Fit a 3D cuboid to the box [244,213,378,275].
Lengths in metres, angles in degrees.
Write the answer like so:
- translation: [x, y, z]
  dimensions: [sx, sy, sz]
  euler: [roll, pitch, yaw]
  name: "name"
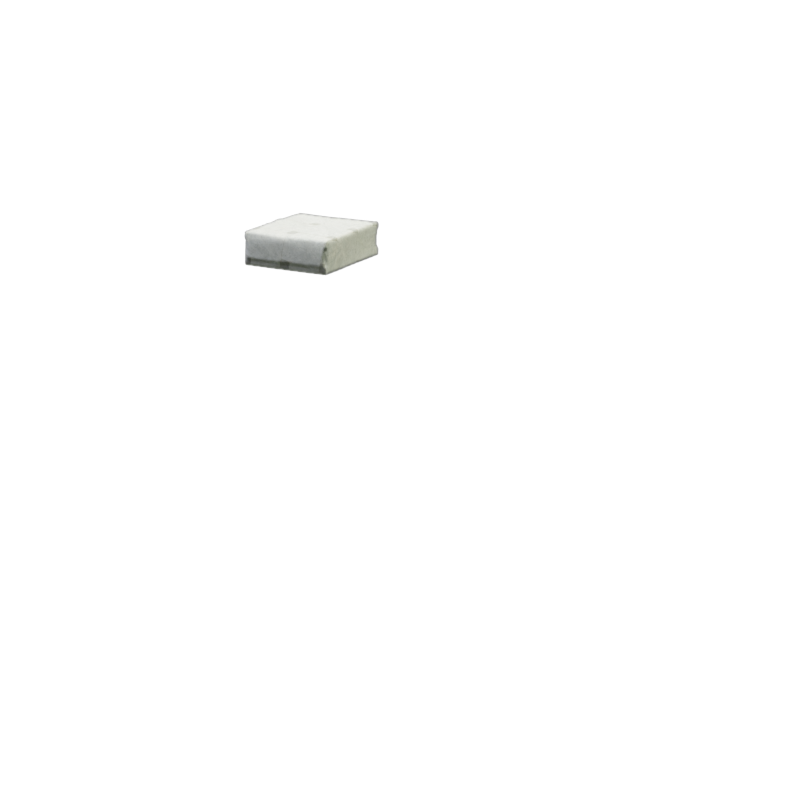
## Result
- translation: [-0.068, -0.124, 0.867]
  dimensions: [0.076, 0.029, 0.089]
  euler: [10, 22, 26]
  name: "box"
